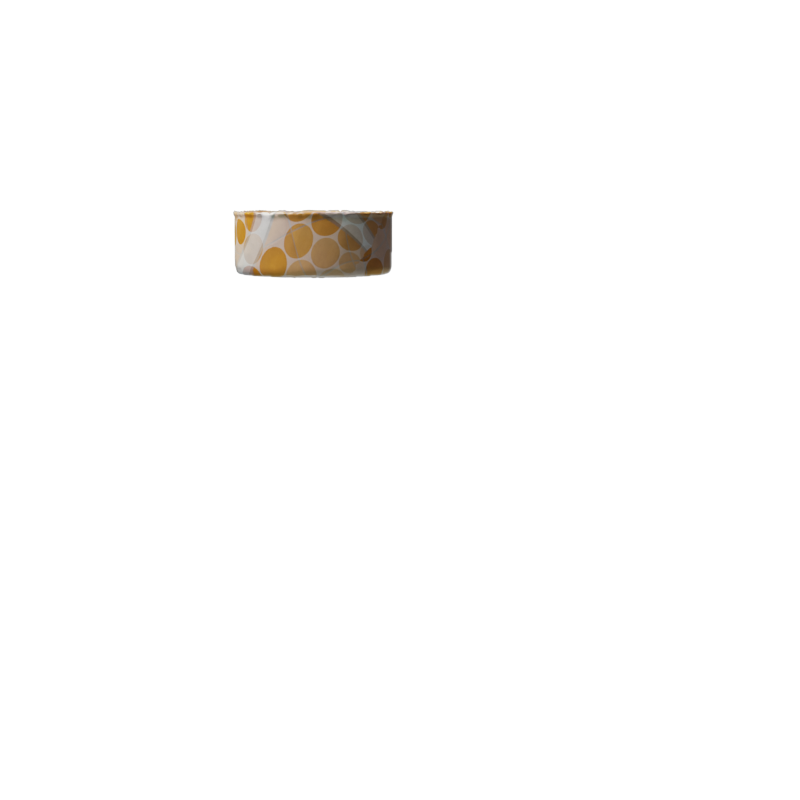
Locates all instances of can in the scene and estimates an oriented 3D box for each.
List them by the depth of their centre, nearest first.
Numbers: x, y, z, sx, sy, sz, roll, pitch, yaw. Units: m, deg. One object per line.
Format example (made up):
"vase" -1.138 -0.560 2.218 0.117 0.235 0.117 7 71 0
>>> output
"can" -0.047 -0.085 0.595 0.086 0.033 0.087 0 9 -2
